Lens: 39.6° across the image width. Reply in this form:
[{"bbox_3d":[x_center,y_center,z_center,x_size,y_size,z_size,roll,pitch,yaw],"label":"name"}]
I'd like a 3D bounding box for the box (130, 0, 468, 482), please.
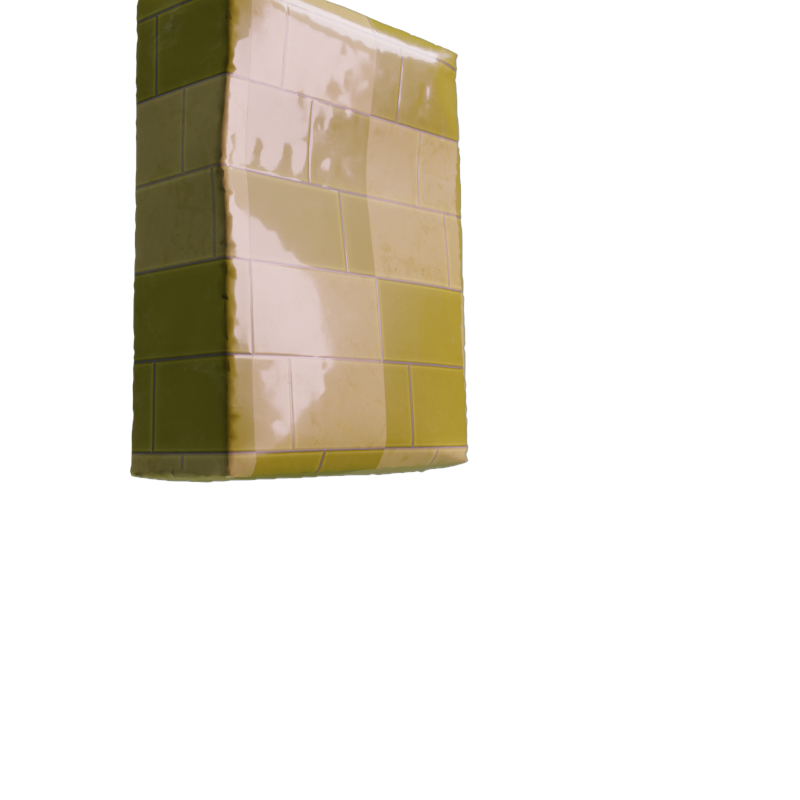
[{"bbox_3d":[-0.040,-0.074,0.516,0.074,0.218,0.156,-8,-10,41],"label":"box"}]
